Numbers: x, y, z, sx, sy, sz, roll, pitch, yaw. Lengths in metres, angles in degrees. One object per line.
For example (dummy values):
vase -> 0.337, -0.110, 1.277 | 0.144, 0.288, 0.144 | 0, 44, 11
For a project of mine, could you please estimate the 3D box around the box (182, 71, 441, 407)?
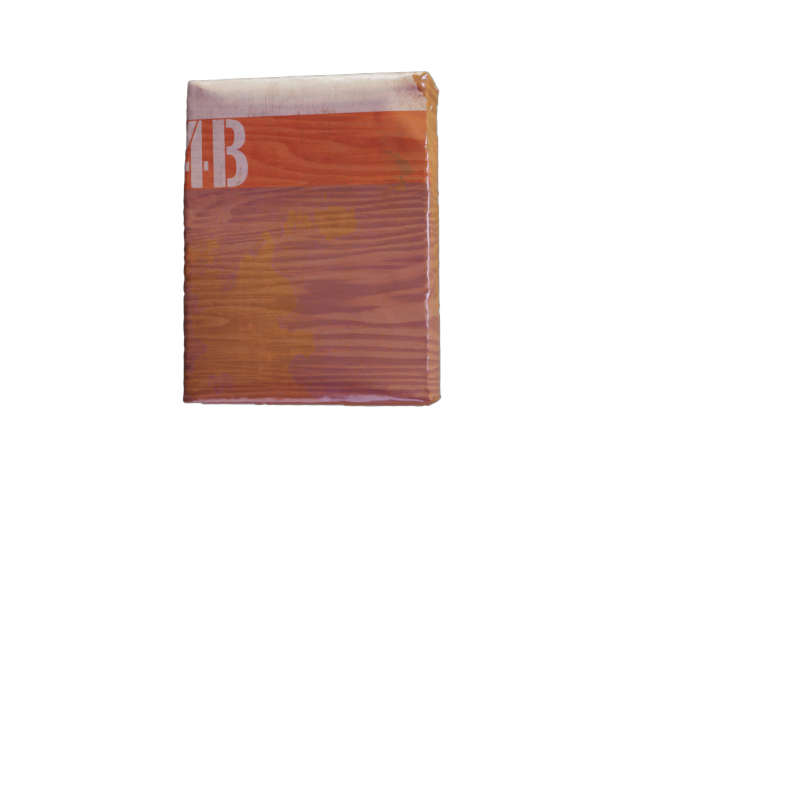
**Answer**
box -> -0.057, -0.105, 0.733 | 0.166, 0.216, 0.070 | 0, -4, 9
